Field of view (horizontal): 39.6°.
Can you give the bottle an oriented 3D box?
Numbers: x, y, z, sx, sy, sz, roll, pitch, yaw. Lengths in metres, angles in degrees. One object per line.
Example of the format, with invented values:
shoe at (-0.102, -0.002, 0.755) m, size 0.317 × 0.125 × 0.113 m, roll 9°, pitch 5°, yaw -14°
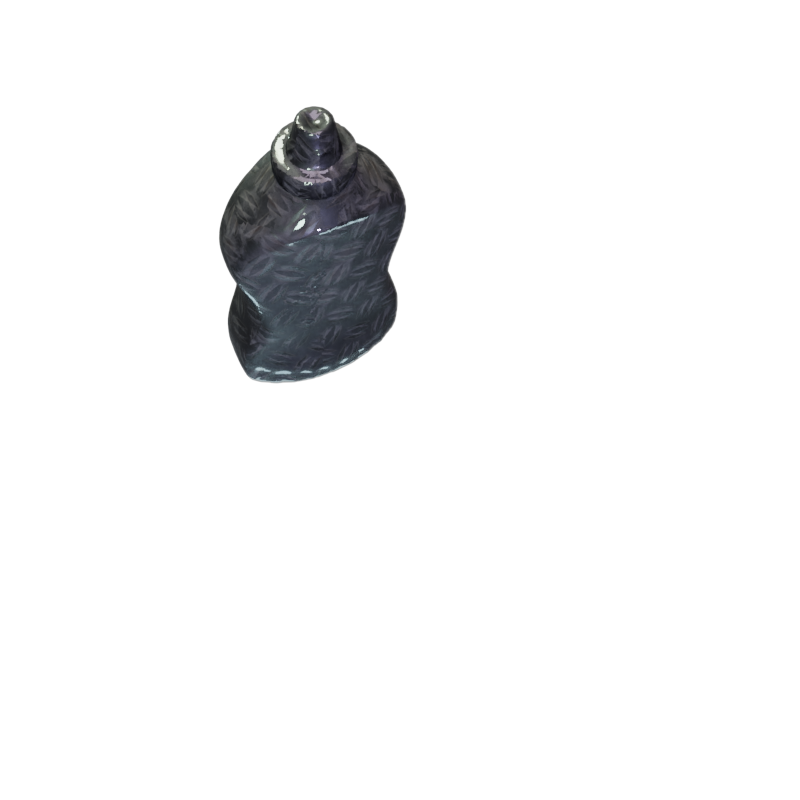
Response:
bottle at (-0.045, -0.081, 0.573) m, size 0.095 × 0.062 × 0.180 m, roll -19°, pitch -27°, yaw -14°
